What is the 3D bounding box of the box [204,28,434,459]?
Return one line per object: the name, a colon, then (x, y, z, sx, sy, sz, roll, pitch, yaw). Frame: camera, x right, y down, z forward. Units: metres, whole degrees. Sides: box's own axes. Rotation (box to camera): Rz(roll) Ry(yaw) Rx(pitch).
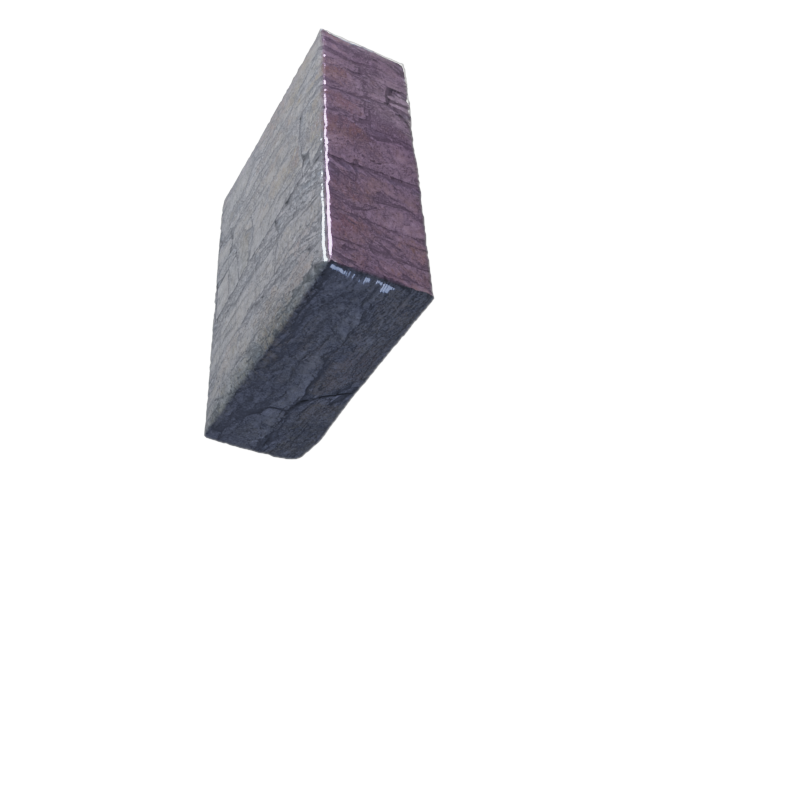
box: (-0.053, -0.097, 0.681, 0.069, 0.230, 0.159, 19, -47, -23)
